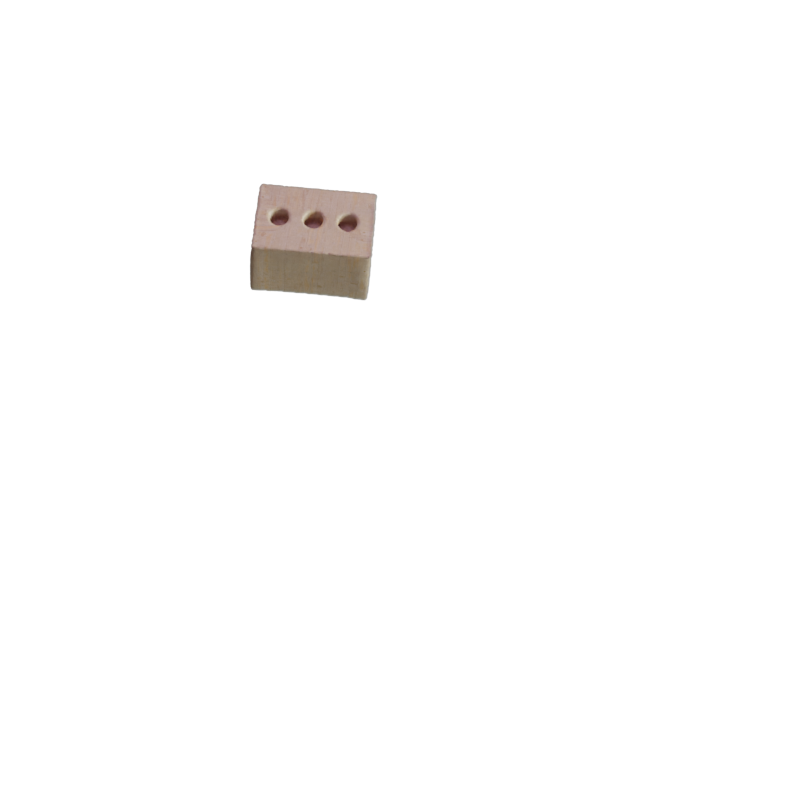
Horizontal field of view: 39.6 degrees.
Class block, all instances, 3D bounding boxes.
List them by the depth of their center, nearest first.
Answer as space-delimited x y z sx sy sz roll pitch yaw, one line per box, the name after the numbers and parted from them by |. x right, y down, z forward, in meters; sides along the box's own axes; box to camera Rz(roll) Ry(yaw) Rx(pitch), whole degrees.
-0.056 -0.103 0.719 0.078 0.056 0.048 5 -31 2 | block
